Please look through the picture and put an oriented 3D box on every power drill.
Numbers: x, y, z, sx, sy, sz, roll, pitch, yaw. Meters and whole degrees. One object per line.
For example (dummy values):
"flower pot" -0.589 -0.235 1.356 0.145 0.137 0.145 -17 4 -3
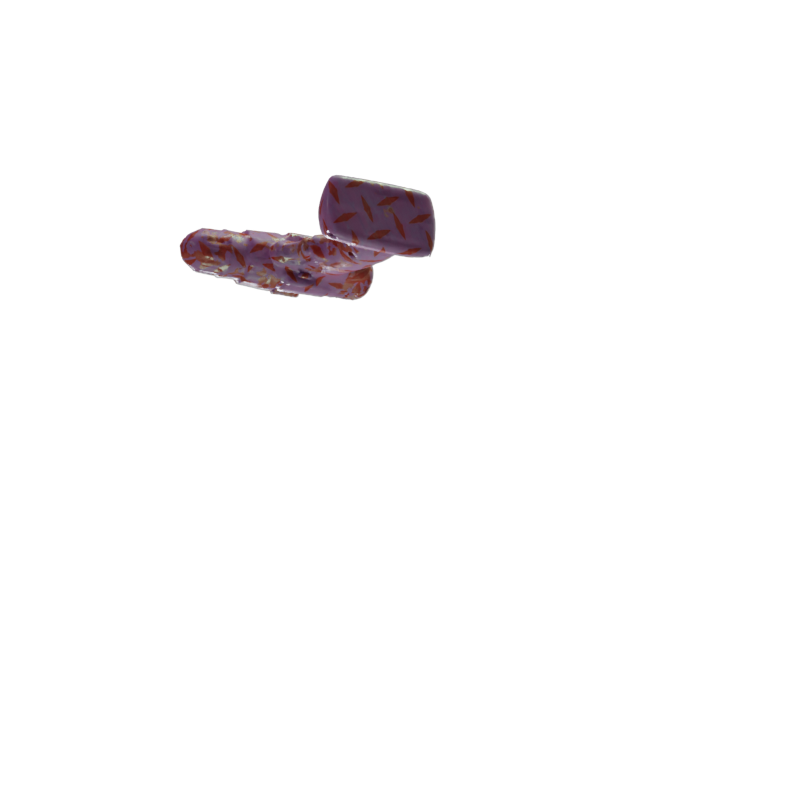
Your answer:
"power drill" -0.074 -0.134 0.940 0.177 0.059 0.189 5 -11 -30
